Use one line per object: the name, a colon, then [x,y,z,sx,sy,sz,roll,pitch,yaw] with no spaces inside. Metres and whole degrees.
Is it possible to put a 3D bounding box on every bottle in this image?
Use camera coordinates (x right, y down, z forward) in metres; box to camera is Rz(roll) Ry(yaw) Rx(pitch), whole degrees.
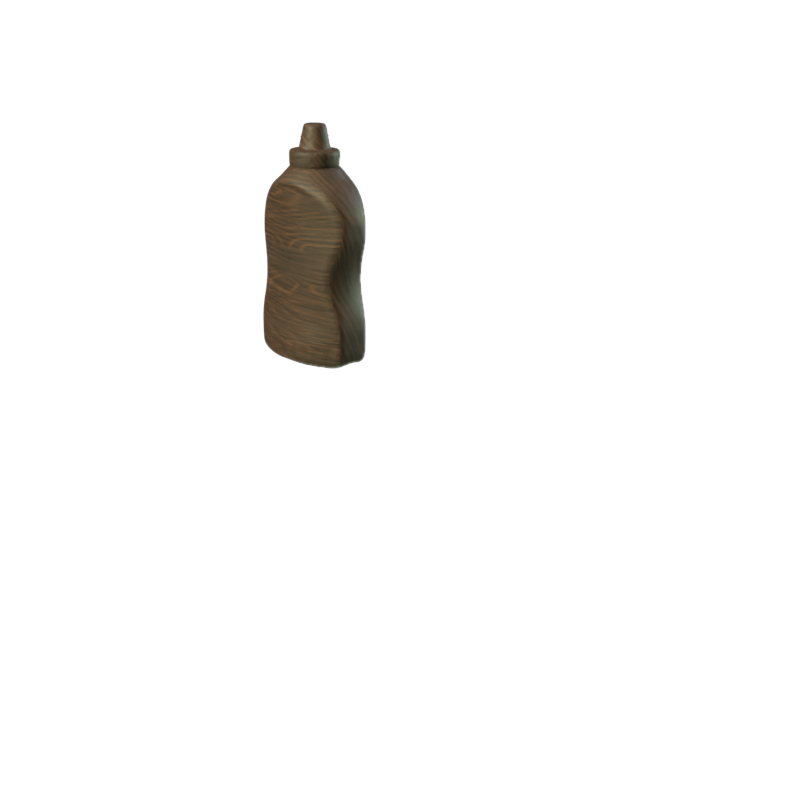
bottle: [-0.070,-0.128,0.899,0.057,0.186,0.102,-11,19,-41]
